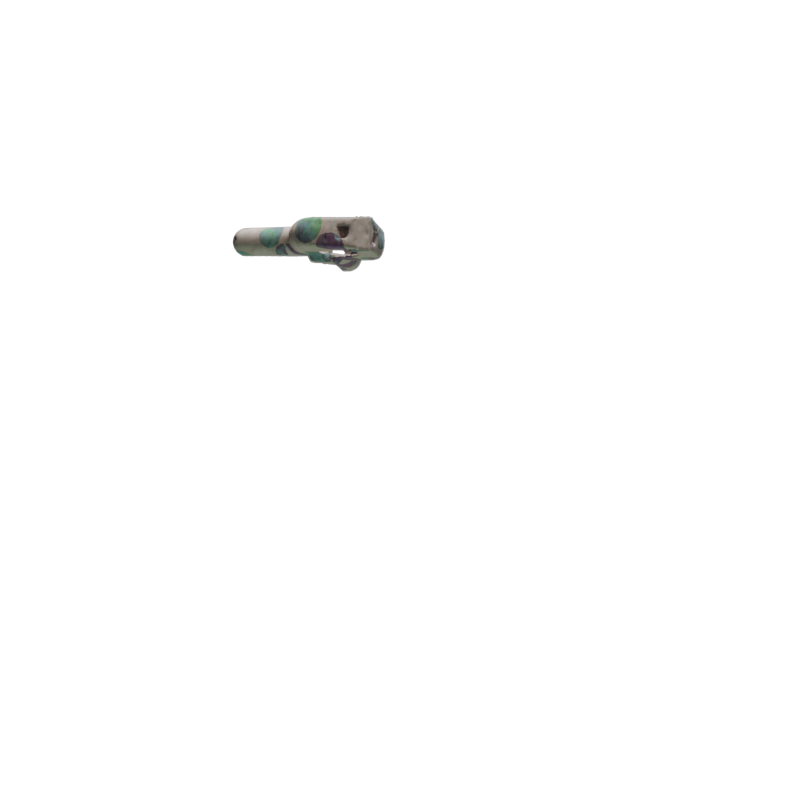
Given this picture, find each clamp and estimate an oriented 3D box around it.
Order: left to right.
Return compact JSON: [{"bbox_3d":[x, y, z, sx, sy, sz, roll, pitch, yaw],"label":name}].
[{"bbox_3d":[-0.073,-0.134,0.937,0.118,0.040,0.172,1,-2,-15],"label":"clamp"}]
